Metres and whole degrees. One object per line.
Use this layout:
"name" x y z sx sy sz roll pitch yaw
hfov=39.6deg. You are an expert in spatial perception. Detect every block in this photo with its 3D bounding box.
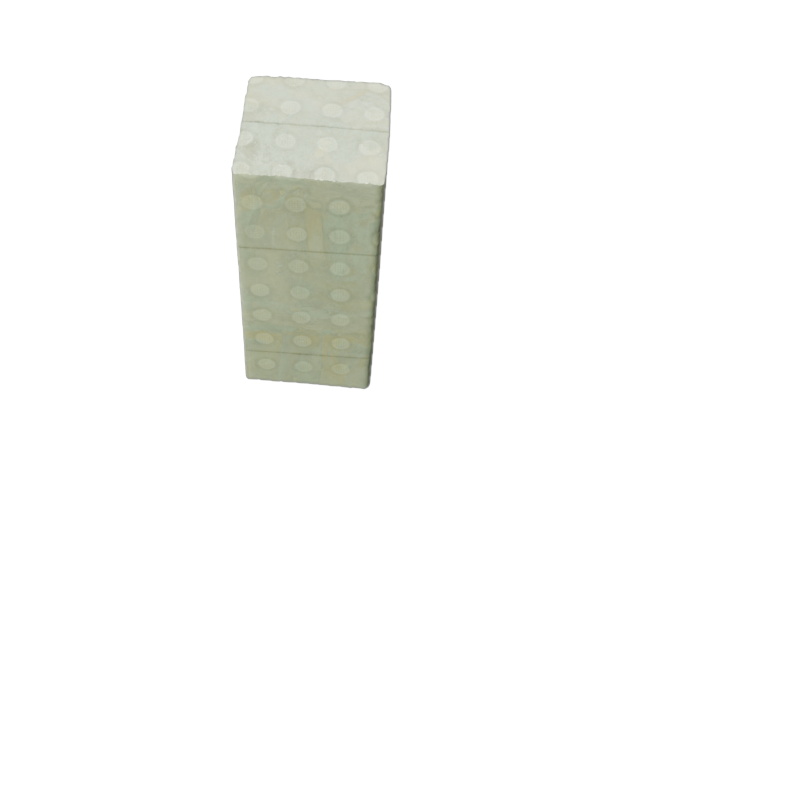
"block" -0.057 -0.105 0.735 0.091 0.096 0.192 5 -37 0
